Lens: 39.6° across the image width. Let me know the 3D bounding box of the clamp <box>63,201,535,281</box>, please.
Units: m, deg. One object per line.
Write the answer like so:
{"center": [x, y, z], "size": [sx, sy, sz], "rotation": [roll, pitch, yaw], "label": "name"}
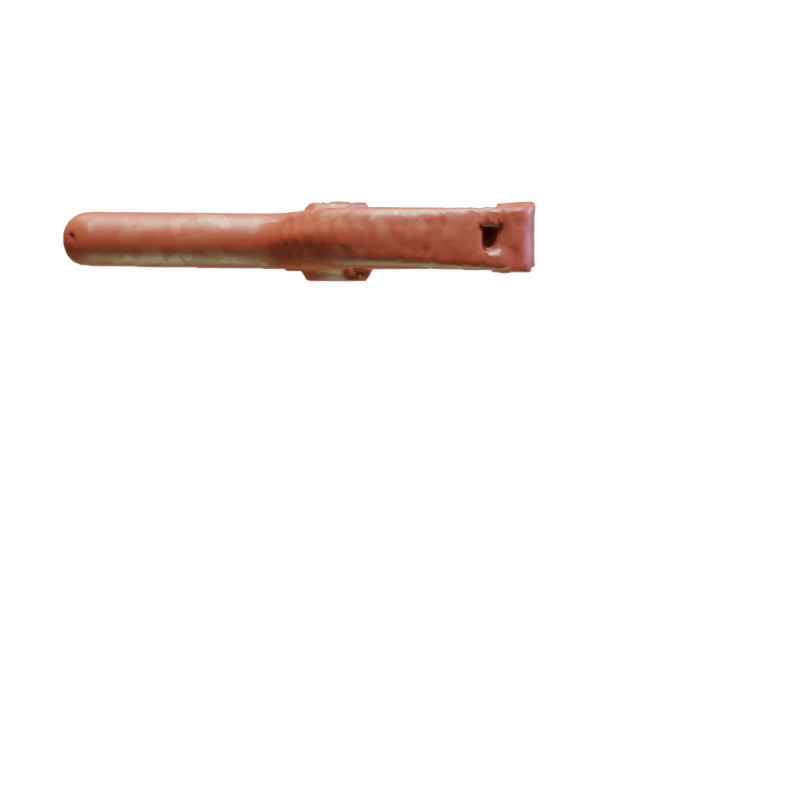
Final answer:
{"center": [-0.040, -0.072, 0.505], "size": [0.219, 0.036, 0.159], "rotation": [6, 9, 44], "label": "clamp"}
